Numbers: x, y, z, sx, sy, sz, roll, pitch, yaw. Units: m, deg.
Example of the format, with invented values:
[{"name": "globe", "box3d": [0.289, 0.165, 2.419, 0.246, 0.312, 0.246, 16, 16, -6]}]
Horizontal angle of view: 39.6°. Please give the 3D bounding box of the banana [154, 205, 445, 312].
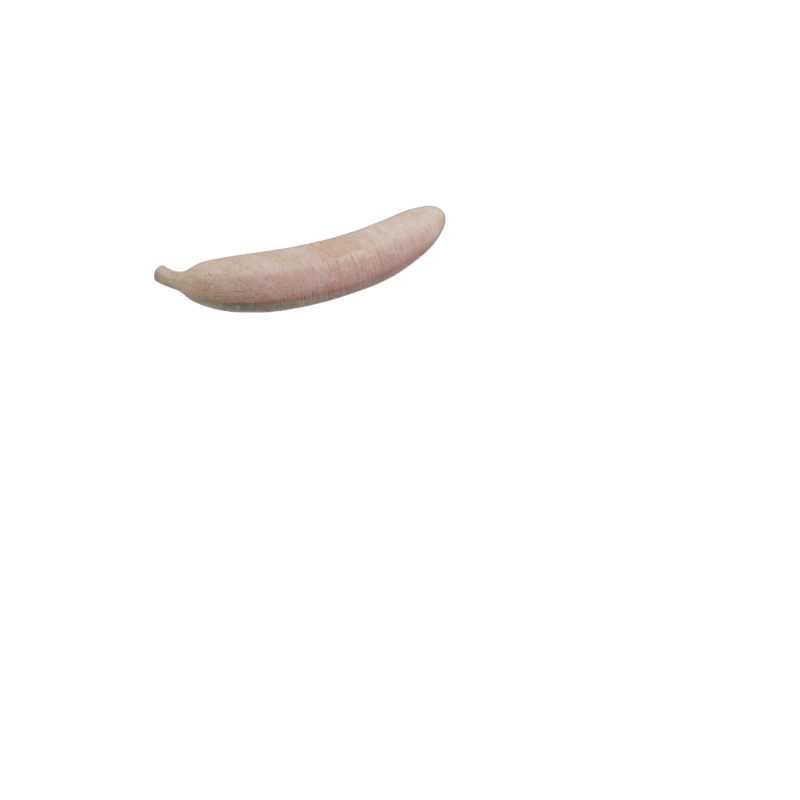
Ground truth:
[{"name": "banana", "box3d": [-0.053, -0.089, 0.699, 0.195, 0.034, 0.075, -13, 41, -15]}]
